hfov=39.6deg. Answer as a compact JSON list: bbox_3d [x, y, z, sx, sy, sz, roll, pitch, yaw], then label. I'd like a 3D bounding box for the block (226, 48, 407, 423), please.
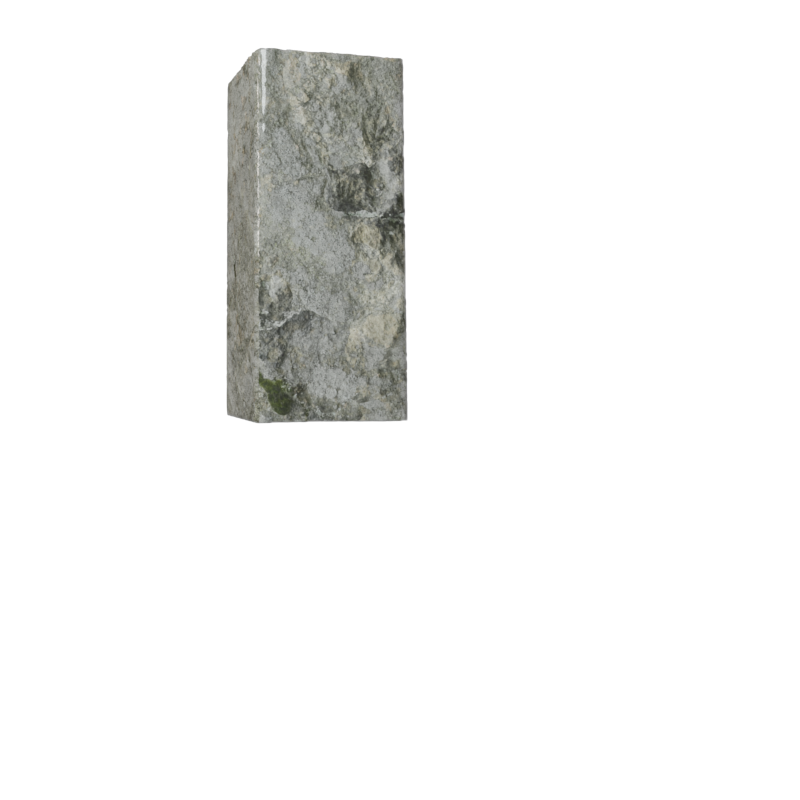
[{"bbox_3d":[-0.052,-0.094,0.657,0.088,0.209,0.092,1,-5,-17],"label":"block"}]
